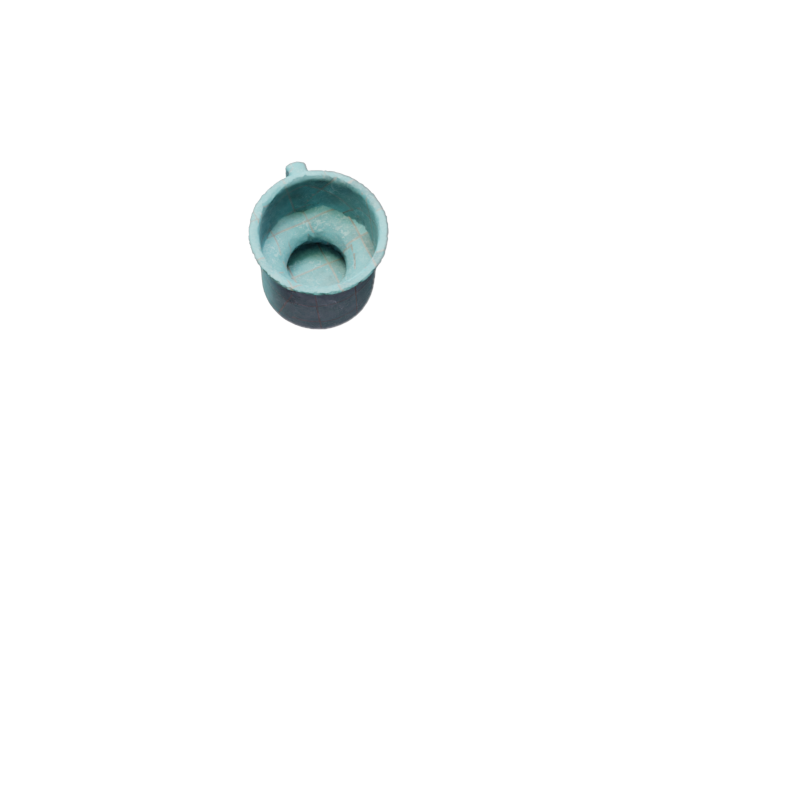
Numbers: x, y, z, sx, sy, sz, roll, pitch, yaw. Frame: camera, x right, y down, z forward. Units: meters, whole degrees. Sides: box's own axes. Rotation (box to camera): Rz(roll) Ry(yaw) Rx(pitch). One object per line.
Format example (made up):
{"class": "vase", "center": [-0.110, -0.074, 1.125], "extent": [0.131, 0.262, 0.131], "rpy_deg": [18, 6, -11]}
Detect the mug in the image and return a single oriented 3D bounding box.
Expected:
{"class": "mug", "center": [-0.061, -0.111, 0.775], "extent": [0.093, 0.124, 0.077], "rpy_deg": [-16, -22, -9]}
